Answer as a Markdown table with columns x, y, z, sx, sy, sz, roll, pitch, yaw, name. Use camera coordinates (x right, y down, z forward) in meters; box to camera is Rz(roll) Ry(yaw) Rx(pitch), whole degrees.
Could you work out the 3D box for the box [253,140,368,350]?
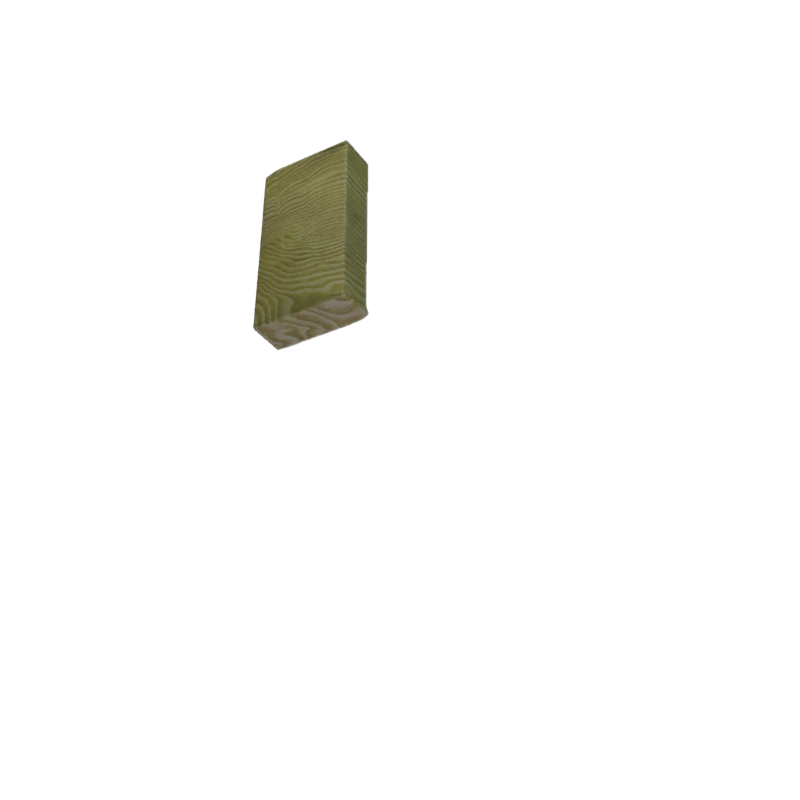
| x | y | z | sx | sy | sz | roll | pitch | yaw | name |
| --- | --- | --- | --- | --- | --- | --- | --- | --- | --- |
| -0.076 | -0.138 | 0.965 | 0.094 | 0.189 | 0.044 | -20 | -39 | 24 | box |
